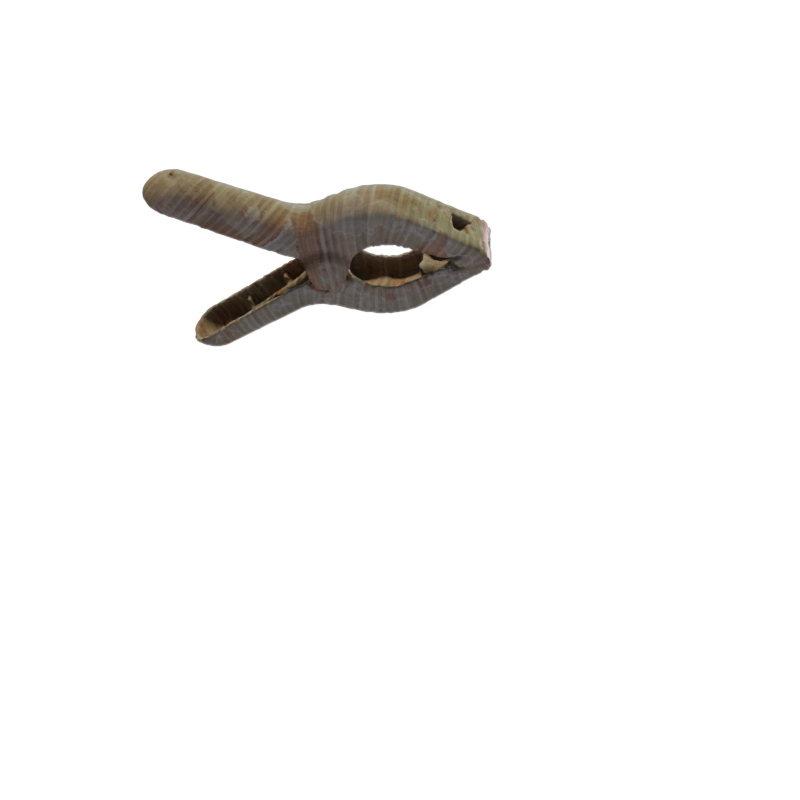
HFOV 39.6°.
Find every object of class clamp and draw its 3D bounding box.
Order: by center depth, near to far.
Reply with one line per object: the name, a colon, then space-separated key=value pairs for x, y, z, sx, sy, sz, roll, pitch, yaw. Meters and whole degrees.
clamp: x=-0.044 y=-0.080 z=0.558 sx=0.173 sy=0.042 sz=0.111 roll=-10 pitch=-36 yaw=14
